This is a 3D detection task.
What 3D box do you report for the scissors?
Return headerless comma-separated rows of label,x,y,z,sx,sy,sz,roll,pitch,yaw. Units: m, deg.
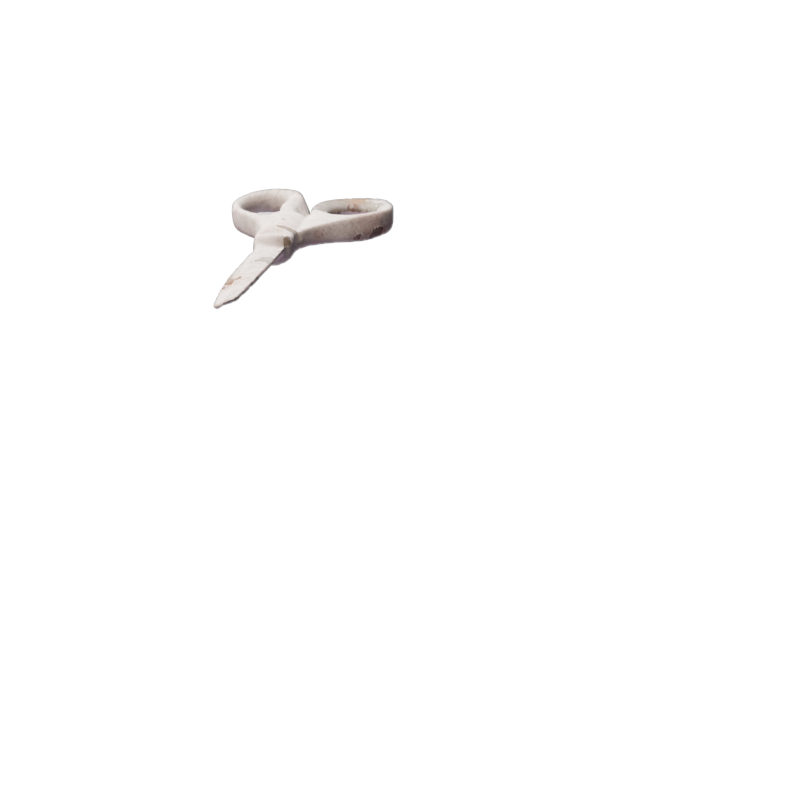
scissors,-0.042,-0.077,0.539,0.095,0.015,0.212,-3,22,-8
